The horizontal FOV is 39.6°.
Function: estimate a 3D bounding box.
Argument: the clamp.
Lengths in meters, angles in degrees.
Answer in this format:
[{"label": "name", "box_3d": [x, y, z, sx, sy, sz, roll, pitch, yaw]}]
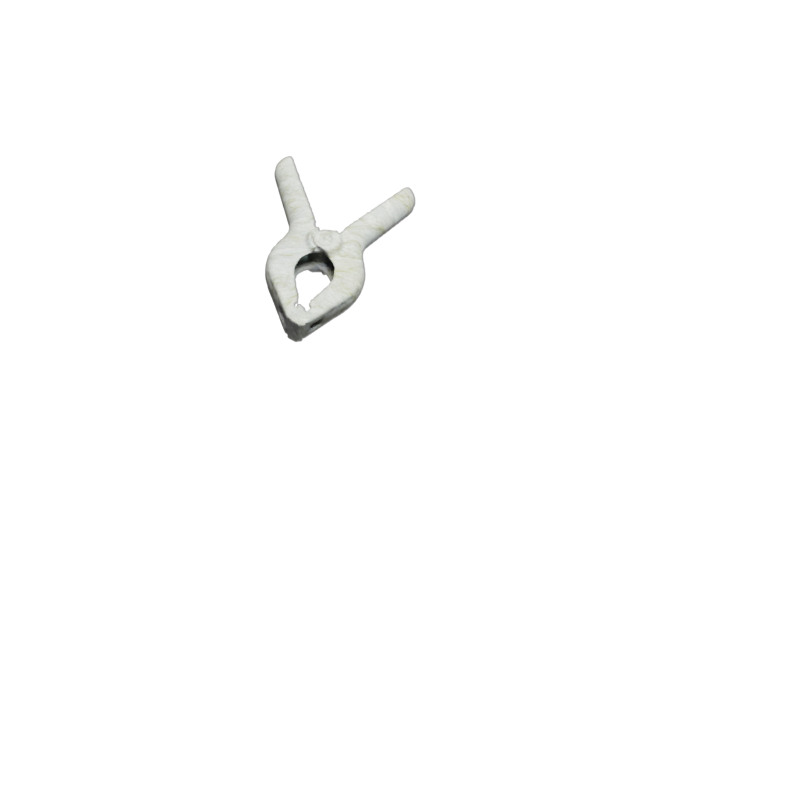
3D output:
[{"label": "clamp", "box_3d": [-0.070, -0.128, 0.896, 0.124, 0.179, 0.037, 18, -36, 13]}]
